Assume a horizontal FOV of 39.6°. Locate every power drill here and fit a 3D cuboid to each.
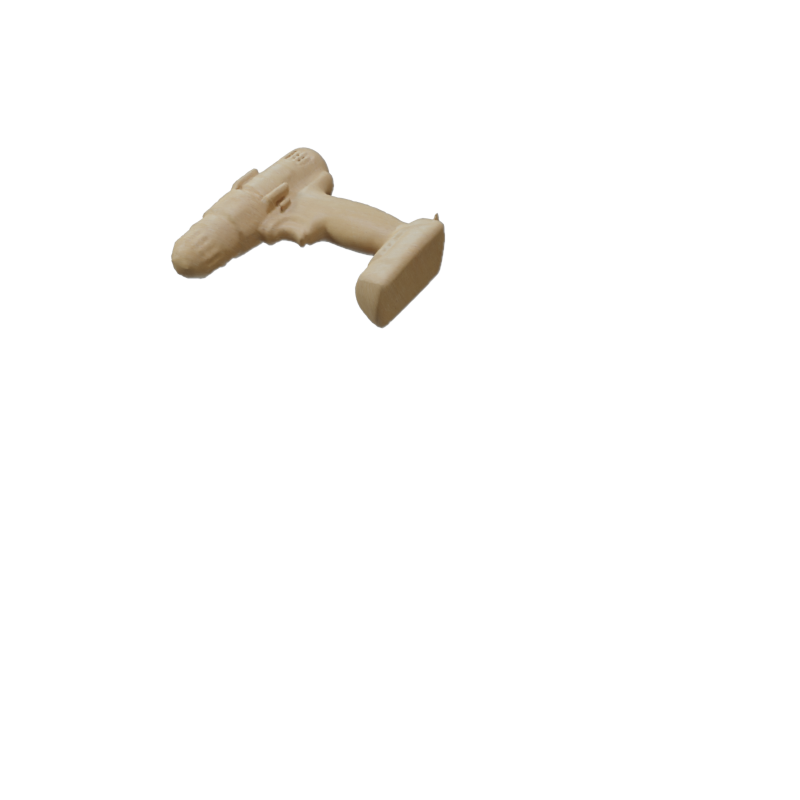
[{"bbox_3d":[-0.072,-0.132,0.926,0.198,0.053,0.188,27,51,24],"label":"power drill"}]
